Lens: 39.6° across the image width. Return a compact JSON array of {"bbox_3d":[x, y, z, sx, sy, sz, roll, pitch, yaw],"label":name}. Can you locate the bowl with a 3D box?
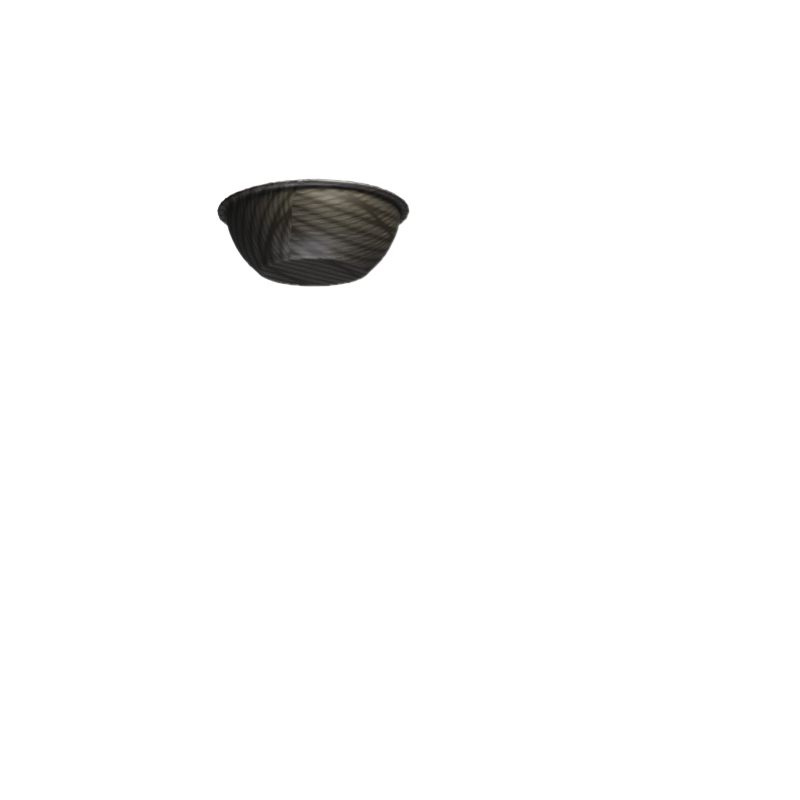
[{"bbox_3d":[-0.073,-0.132,0.926,0.162,0.057,0.157,0,-10,-2],"label":"bowl"}]
